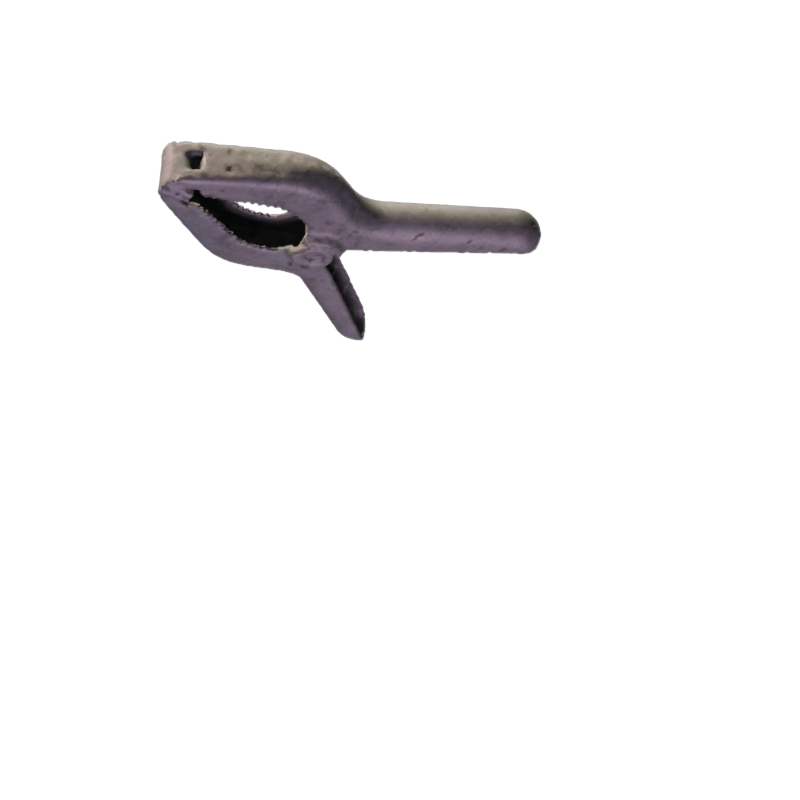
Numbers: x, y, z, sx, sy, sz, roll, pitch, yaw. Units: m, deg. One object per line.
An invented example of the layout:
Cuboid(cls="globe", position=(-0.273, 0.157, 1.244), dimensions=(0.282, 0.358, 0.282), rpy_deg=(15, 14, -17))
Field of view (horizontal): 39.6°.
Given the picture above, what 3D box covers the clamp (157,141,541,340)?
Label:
Cuboid(cls="clamp", position=(-0.050, -0.091, 0.635), dimensions=(0.200, 0.039, 0.163), rpy_deg=(16, -30, -29))
